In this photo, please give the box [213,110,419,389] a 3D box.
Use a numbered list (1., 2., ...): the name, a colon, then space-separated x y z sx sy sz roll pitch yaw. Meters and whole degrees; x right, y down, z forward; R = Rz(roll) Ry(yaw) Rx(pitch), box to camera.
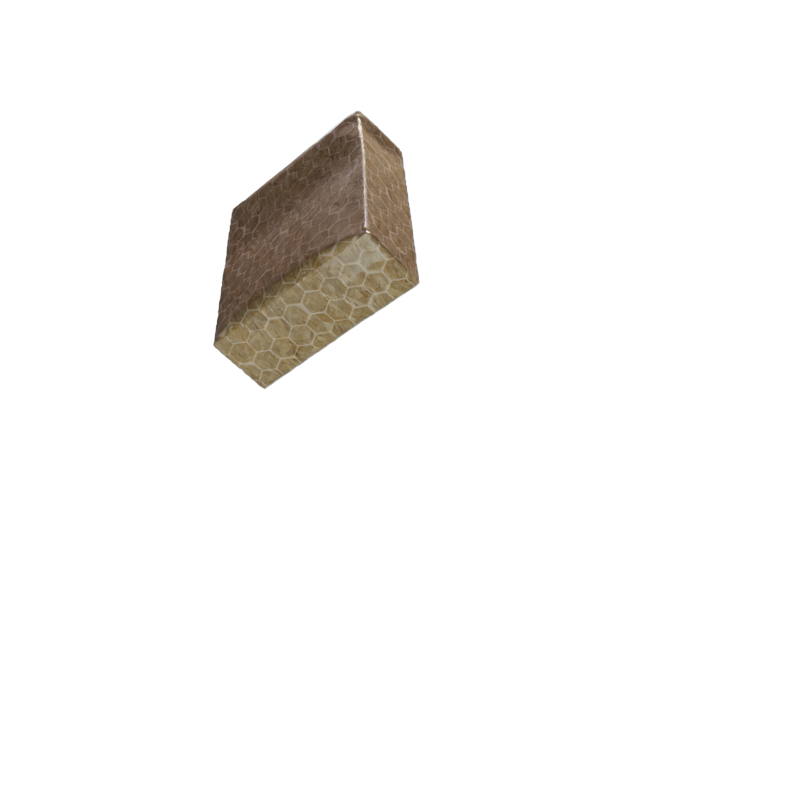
1. box: -0.074 -0.135 0.947 0.163 0.229 0.067 -34 -57 21
